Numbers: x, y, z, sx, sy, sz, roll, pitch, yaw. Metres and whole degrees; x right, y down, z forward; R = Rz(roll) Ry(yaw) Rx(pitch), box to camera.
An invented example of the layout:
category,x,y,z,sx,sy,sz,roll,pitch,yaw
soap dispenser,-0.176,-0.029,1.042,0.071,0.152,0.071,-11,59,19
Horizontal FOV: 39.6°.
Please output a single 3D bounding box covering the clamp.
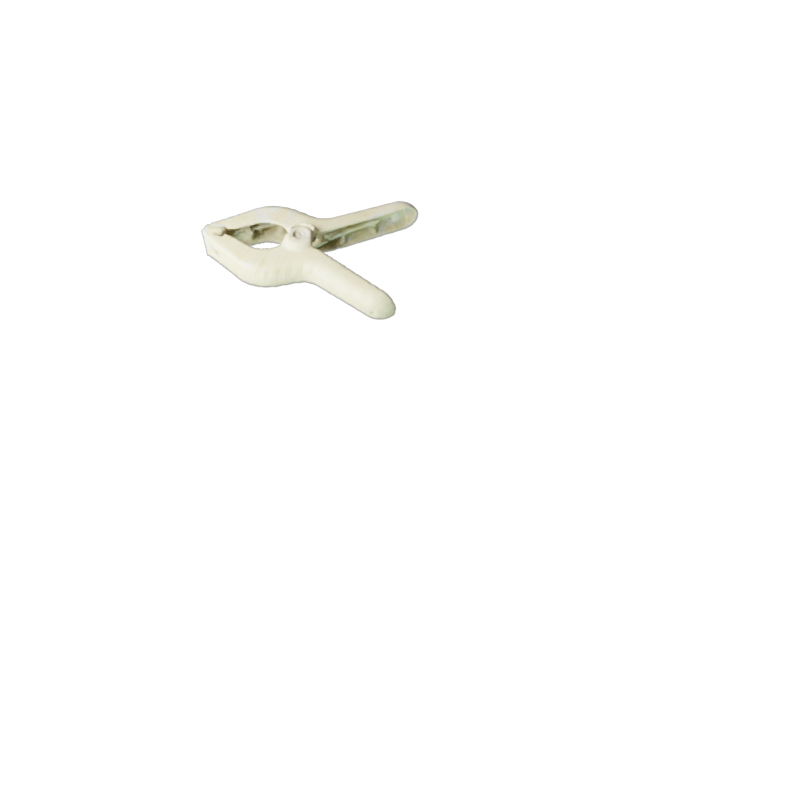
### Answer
category,x,y,z,sx,sy,sz,roll,pitch,yaw
clamp,-0.069,-0.126,0.881,0.176,0.036,0.125,15,45,15
